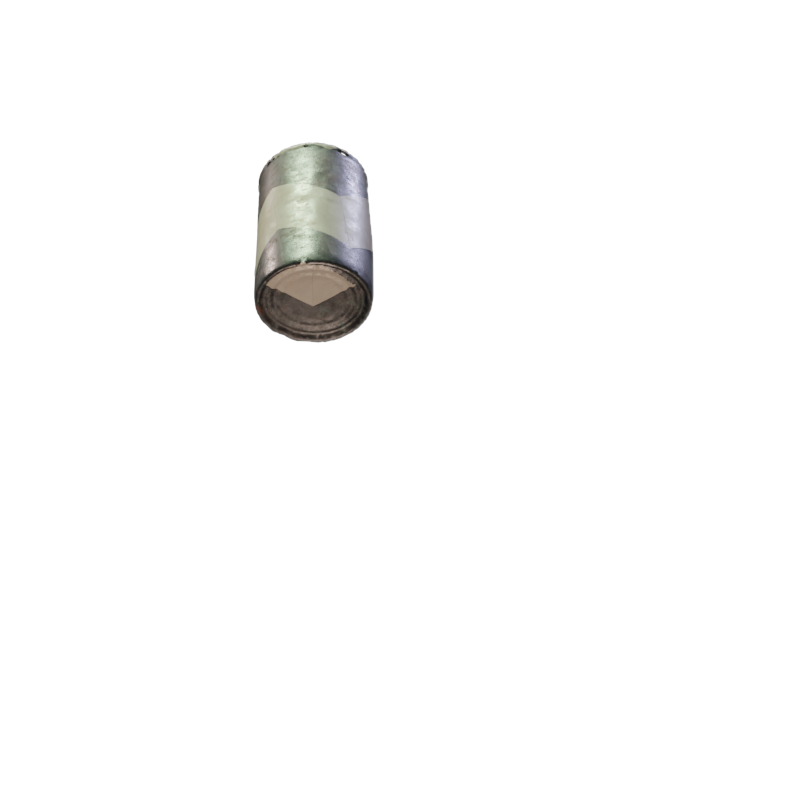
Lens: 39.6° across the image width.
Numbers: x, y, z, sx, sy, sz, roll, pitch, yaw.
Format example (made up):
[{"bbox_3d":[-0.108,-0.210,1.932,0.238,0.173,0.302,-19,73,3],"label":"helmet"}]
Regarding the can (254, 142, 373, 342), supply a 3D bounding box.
[{"bbox_3d":[-0.051,-0.093,0.648,0.068,0.110,0.064,-1,-43,-3],"label":"can"}]
